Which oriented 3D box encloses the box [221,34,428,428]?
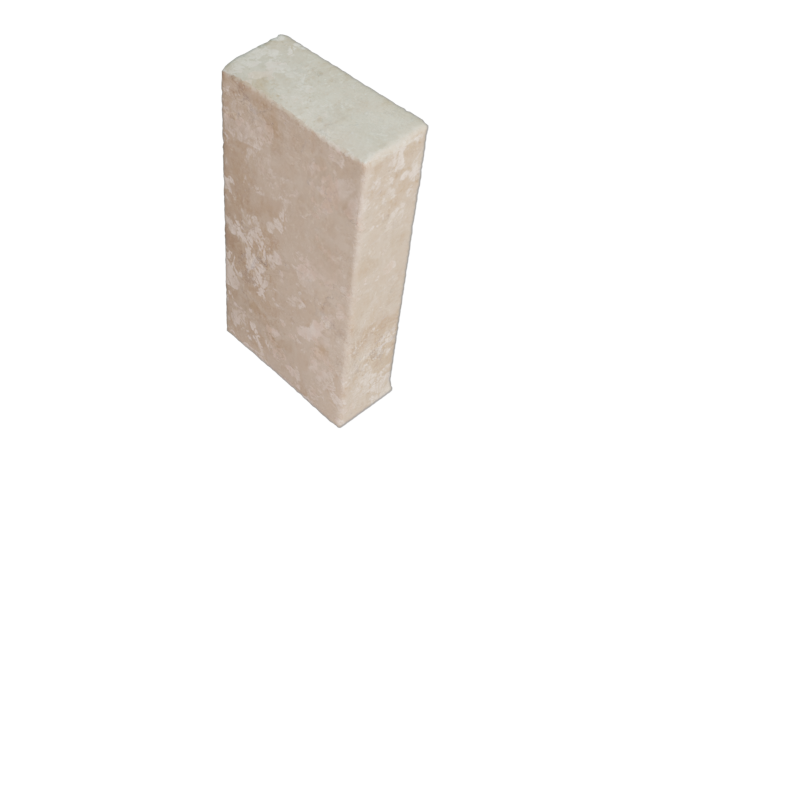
[{"bbox_3d":[-0.042,-0.076,0.530,0.048,0.164,0.099,-35,60,-29],"label":"box"}]
